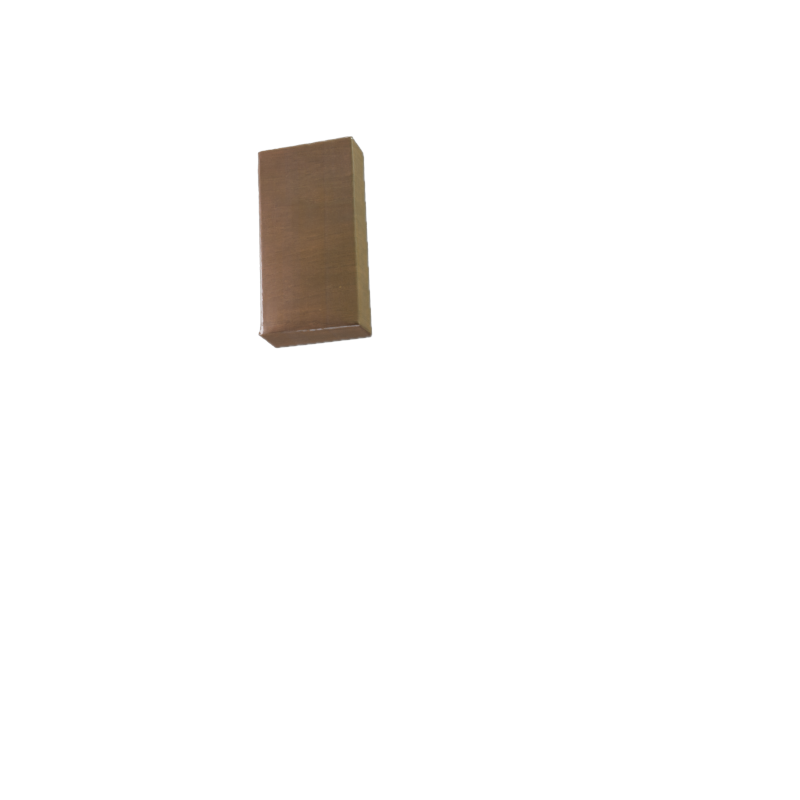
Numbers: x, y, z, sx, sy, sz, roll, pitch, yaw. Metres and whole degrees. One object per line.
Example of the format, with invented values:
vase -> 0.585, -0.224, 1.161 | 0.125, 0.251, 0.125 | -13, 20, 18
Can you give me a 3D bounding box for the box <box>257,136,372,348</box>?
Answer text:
box -> -0.076, -0.139, 0.977 | 0.095, 0.185, 0.045 | -7, -22, 16
